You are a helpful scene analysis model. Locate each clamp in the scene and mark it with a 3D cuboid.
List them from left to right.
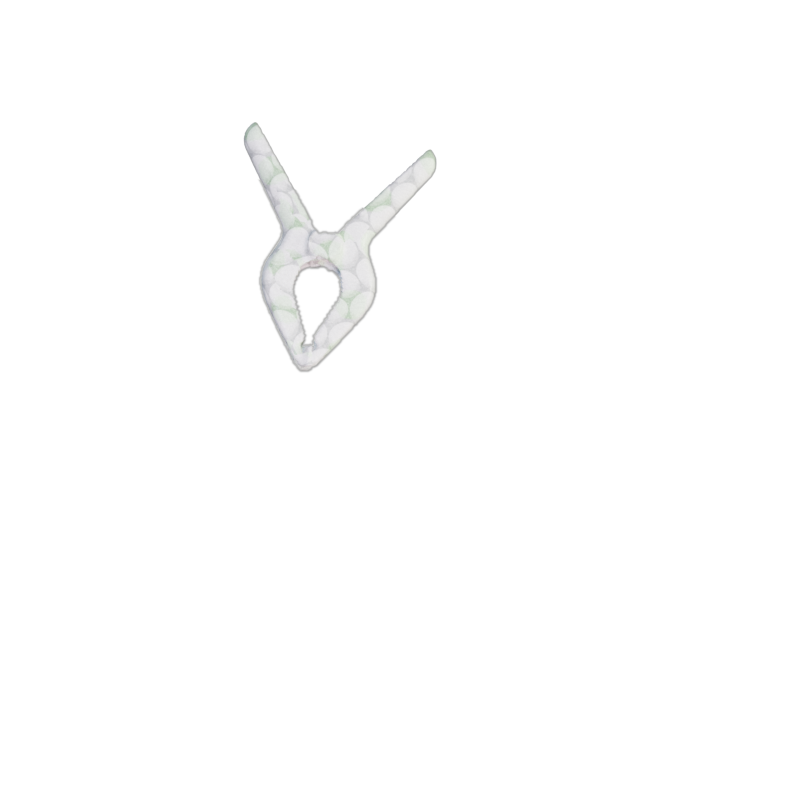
[{"bbox_3d":[-0.072,-0.132,0.922,0.166,0.216,0.035,15,-15,4],"label":"clamp"}]
